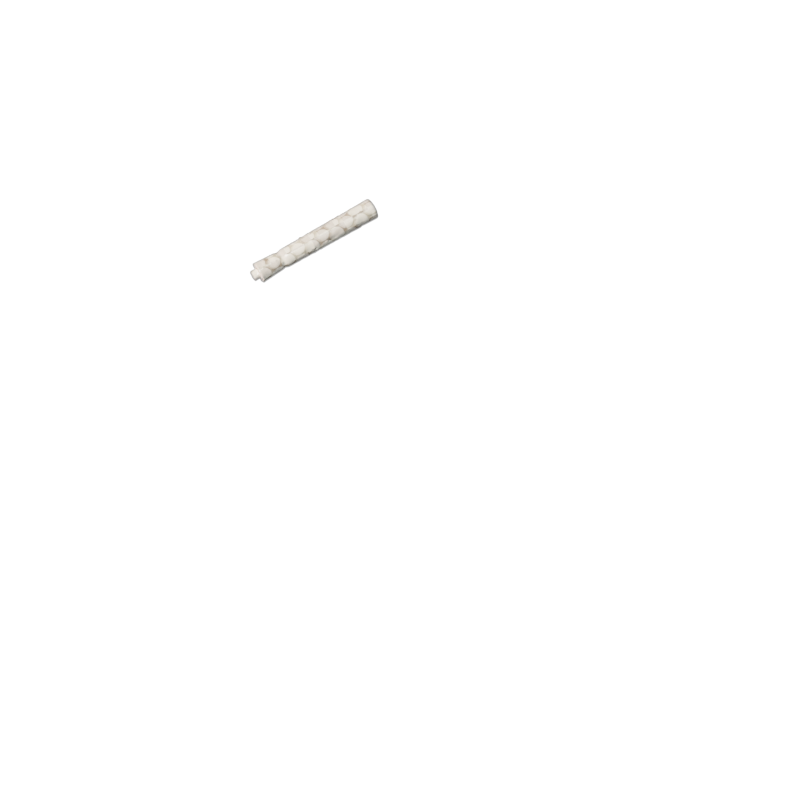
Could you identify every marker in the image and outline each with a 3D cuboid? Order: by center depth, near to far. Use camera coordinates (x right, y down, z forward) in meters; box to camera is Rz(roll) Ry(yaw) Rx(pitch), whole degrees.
[{"bbox_3d":[-0.074,-0.135,0.947,0.121,0.019,0.020,-31,12,-12],"label":"marker"}]
